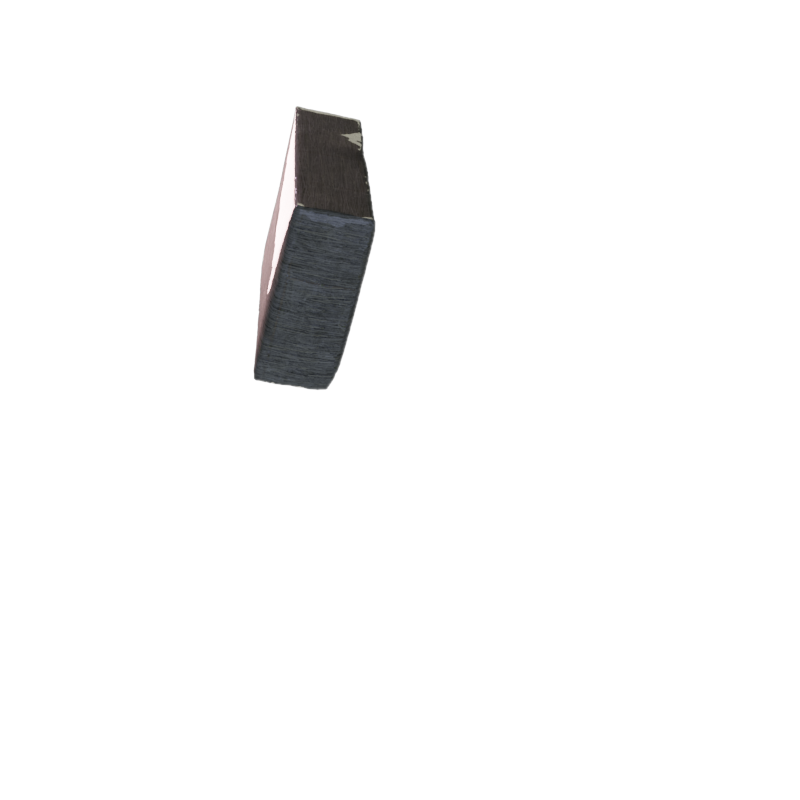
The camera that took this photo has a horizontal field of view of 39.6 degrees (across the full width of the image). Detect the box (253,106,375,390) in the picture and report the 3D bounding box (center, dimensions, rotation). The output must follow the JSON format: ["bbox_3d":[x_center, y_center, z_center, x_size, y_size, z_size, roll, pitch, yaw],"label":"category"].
[{"bbox_3d":[-0.075,-0.137,0.957,0.071,0.156,0.228,11,31,-11],"label":"box"}]
